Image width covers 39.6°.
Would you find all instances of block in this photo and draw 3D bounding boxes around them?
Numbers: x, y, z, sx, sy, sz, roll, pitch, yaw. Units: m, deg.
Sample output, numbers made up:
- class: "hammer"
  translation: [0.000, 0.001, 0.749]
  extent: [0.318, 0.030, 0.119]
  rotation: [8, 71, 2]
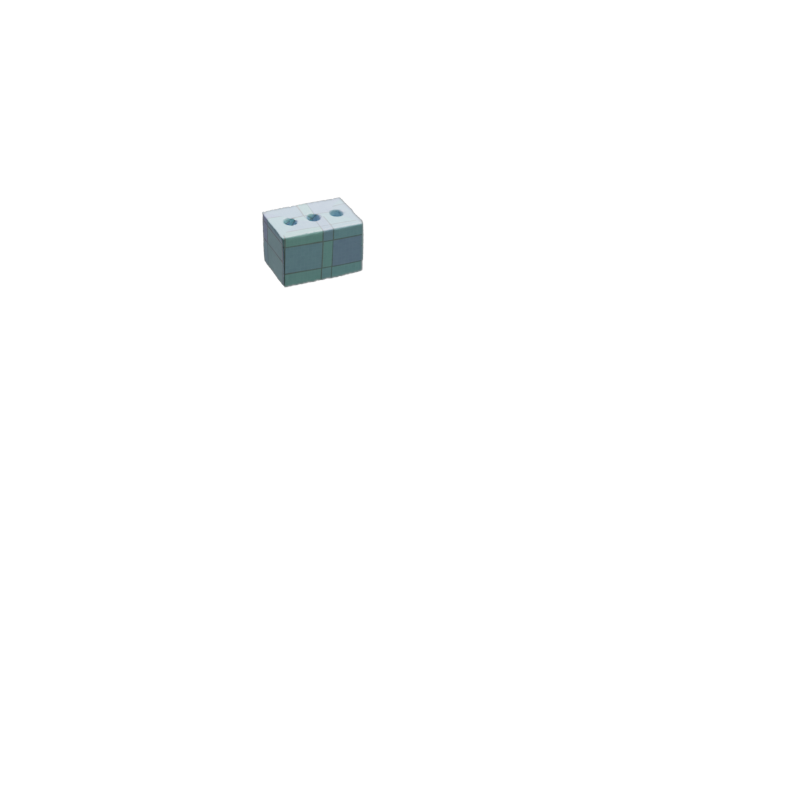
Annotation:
- class: "block"
  translation: [-0.077, -0.140, 0.980]
  extent: [0.077, 0.048, 0.057]
  rotation: [-14, 36, -21]
